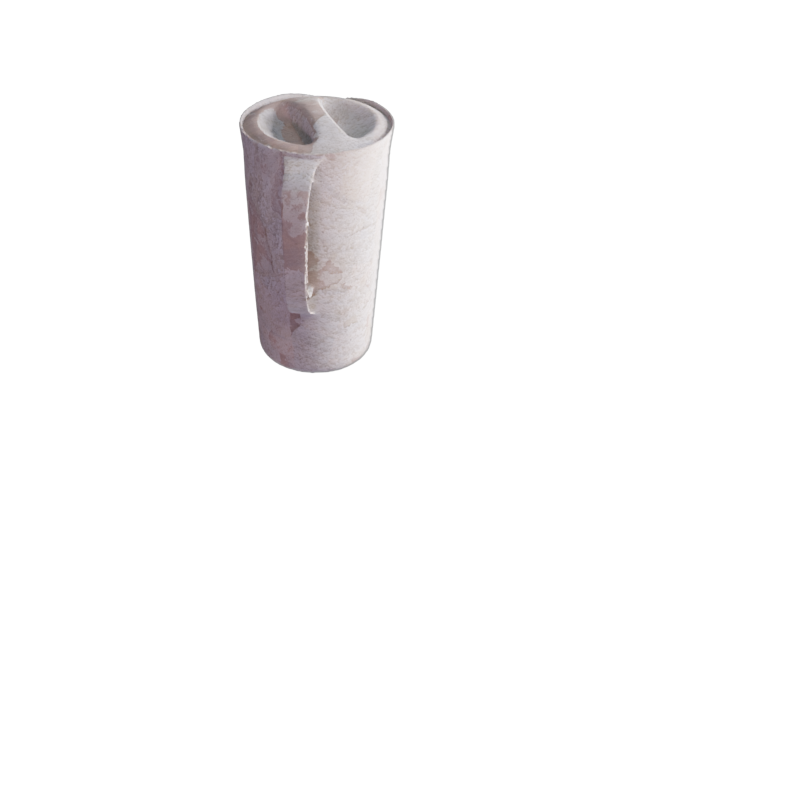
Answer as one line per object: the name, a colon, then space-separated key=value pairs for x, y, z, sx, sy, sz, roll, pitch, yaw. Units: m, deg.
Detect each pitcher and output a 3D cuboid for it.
pitcher: x=-0.078 y=-0.143 z=0.999 sx=0.148 sy=0.228 sz=0.156 roll=-22 pitch=40 yaw=-32
